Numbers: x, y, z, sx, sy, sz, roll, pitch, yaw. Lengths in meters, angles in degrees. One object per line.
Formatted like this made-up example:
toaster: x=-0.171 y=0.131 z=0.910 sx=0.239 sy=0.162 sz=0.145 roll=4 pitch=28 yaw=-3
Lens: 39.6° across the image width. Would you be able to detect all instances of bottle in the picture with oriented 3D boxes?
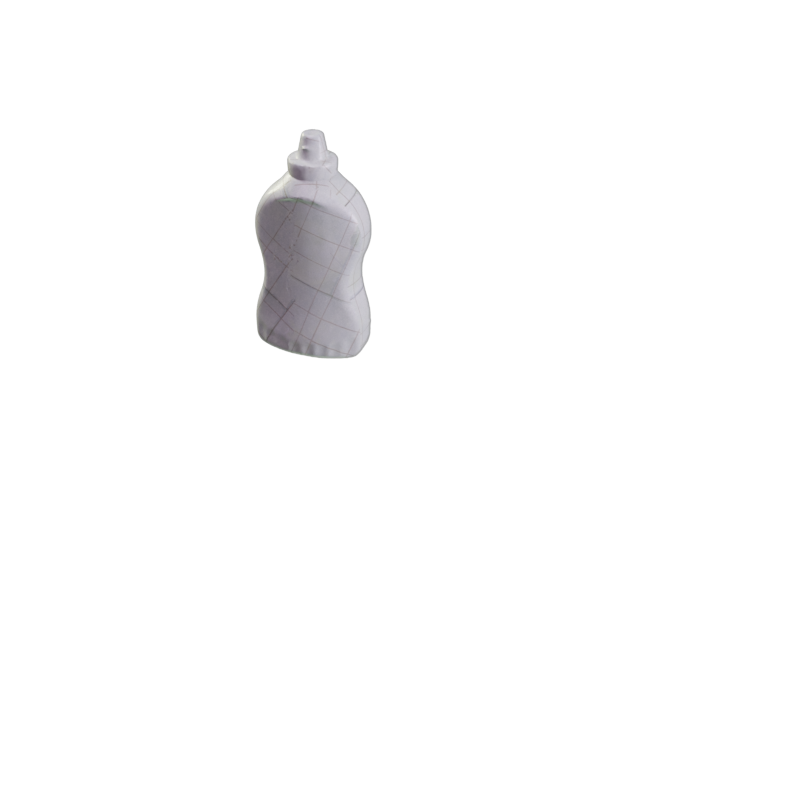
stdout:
bottle: x=-0.072 y=-0.131 z=0.916 sx=0.099 sy=0.181 sz=0.060 roll=12 pitch=29 yaw=19
